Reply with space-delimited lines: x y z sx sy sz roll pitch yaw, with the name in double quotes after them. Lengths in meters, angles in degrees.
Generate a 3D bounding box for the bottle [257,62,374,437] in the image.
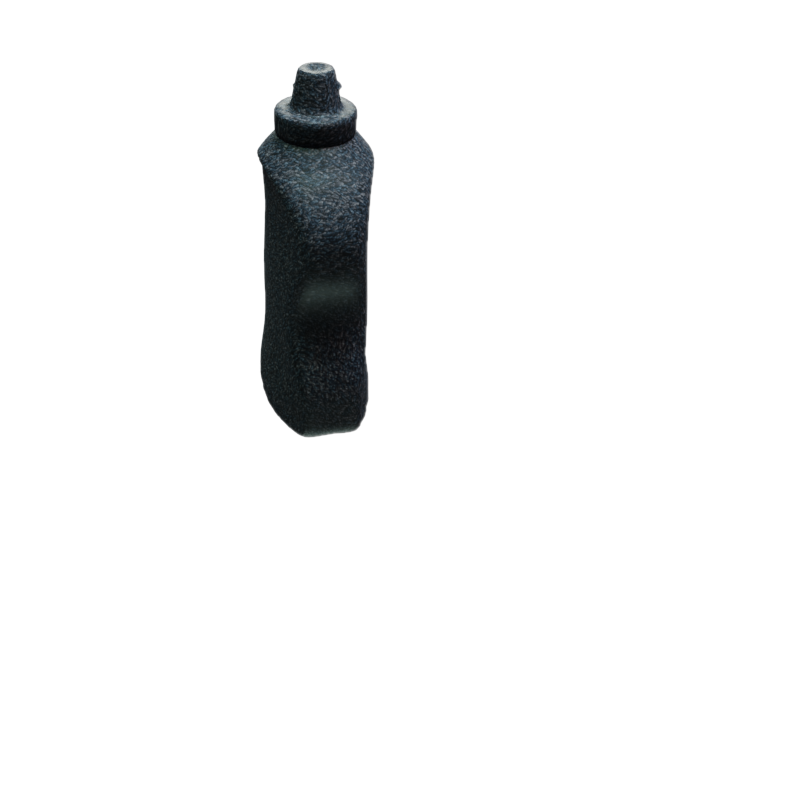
-0.045 -0.083 0.579 0.058 0.180 0.103 -5 33 -12 "bottle"
